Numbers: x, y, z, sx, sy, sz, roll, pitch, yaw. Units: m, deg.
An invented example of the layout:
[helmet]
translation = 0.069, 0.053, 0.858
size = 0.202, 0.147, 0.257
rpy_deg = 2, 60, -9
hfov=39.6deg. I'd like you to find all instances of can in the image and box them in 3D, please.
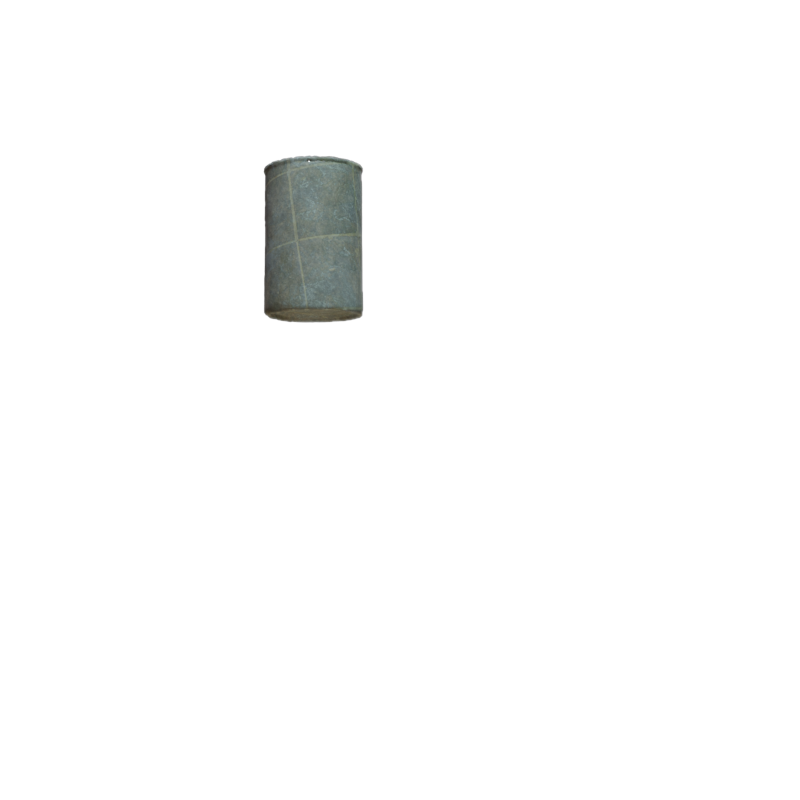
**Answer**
[can]
translation = -0.059, -0.107, 0.749
size = 0.068, 0.105, 0.067
rpy_deg = 0, -9, -2
